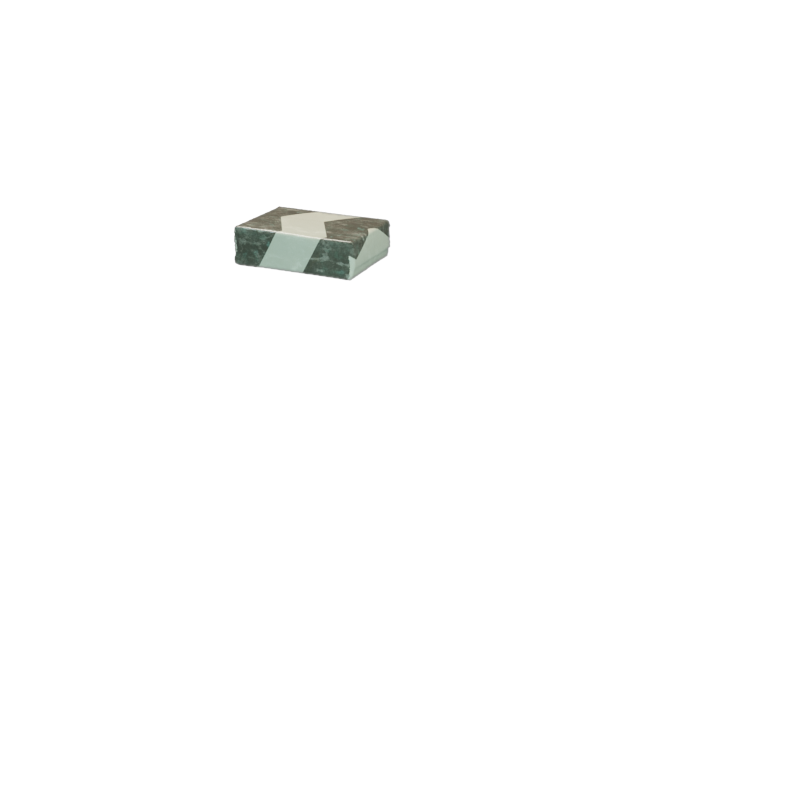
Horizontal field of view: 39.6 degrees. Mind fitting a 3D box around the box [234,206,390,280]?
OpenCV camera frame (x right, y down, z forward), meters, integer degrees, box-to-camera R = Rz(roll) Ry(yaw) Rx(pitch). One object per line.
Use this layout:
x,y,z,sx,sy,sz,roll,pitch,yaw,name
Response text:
-0.076,-0.139,0.971,0.117,0.037,0.090,8,21,21,box
